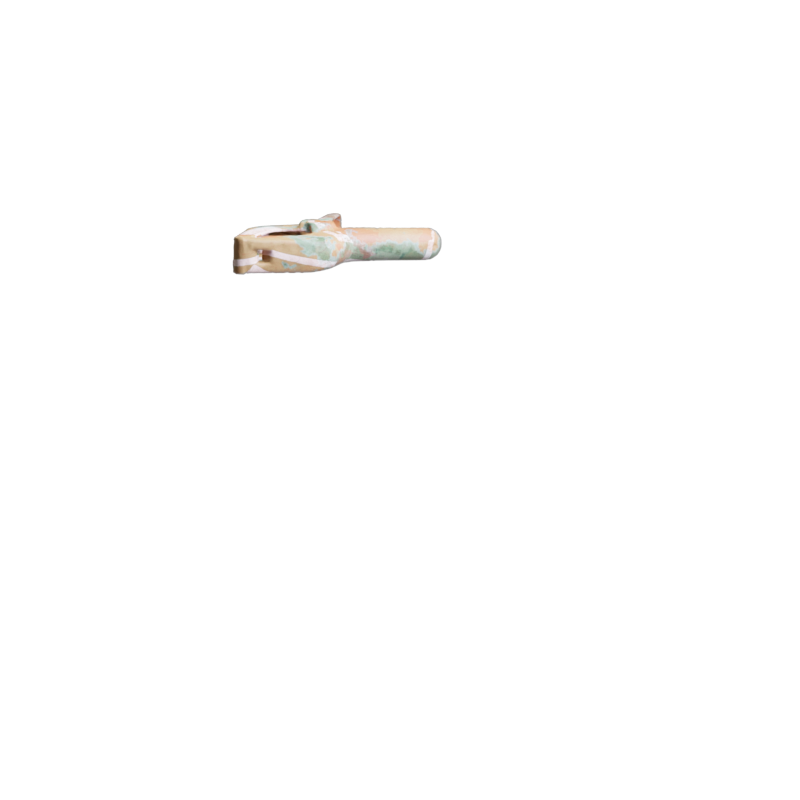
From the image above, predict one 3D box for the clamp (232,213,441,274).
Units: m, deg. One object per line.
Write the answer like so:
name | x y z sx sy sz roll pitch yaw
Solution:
clamp | -0.067 -0.122 0.854 0.166 0.039 0.126 -9 14 -38
